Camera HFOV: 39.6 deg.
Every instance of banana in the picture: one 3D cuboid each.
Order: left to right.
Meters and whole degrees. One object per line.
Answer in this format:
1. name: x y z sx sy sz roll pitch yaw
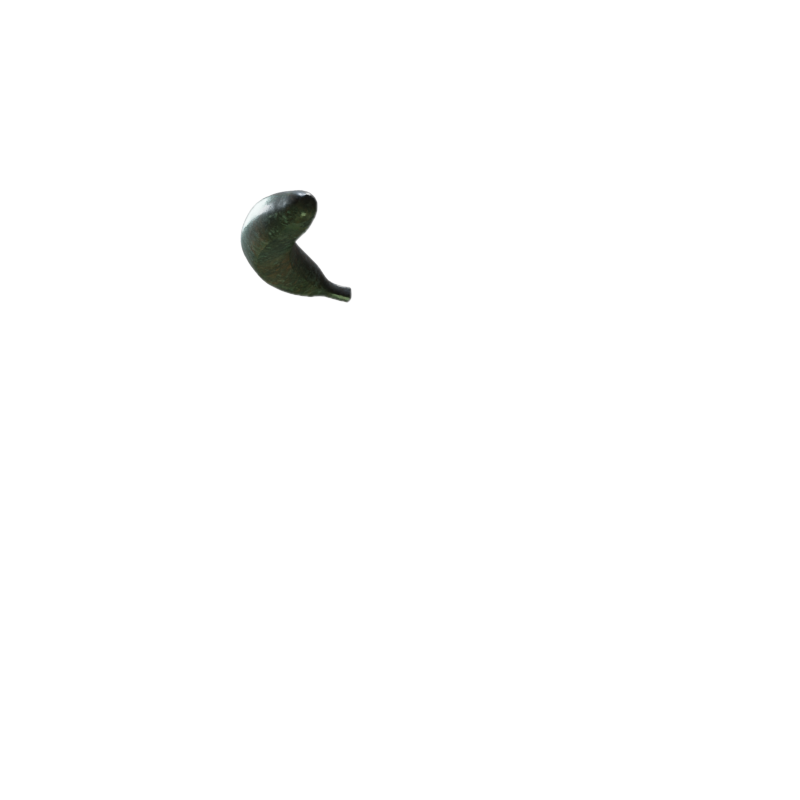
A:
1. banana: -0.079 -0.110 0.786 0.070 0.038 0.189 -1 -11 5
